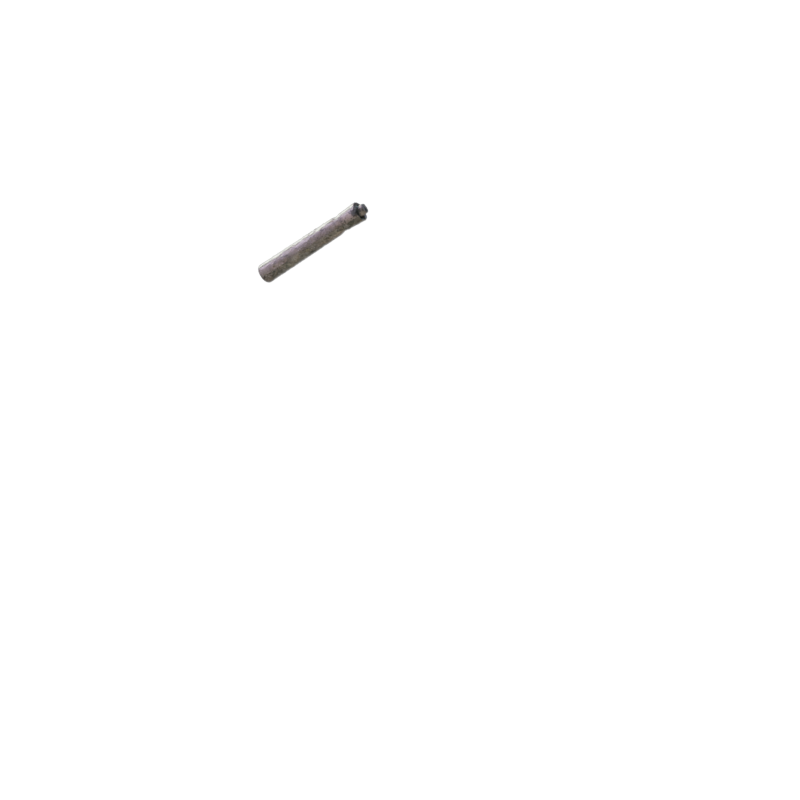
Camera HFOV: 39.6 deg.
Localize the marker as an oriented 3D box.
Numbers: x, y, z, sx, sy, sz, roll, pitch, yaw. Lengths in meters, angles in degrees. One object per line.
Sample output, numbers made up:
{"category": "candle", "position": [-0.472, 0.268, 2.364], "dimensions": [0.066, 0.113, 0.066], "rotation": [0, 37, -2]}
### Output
{"category": "marker", "position": [-0.077, -0.141, 0.989], "dimensions": [0.120, 0.020, 0.019], "rotation": [-29, -11, 28]}
